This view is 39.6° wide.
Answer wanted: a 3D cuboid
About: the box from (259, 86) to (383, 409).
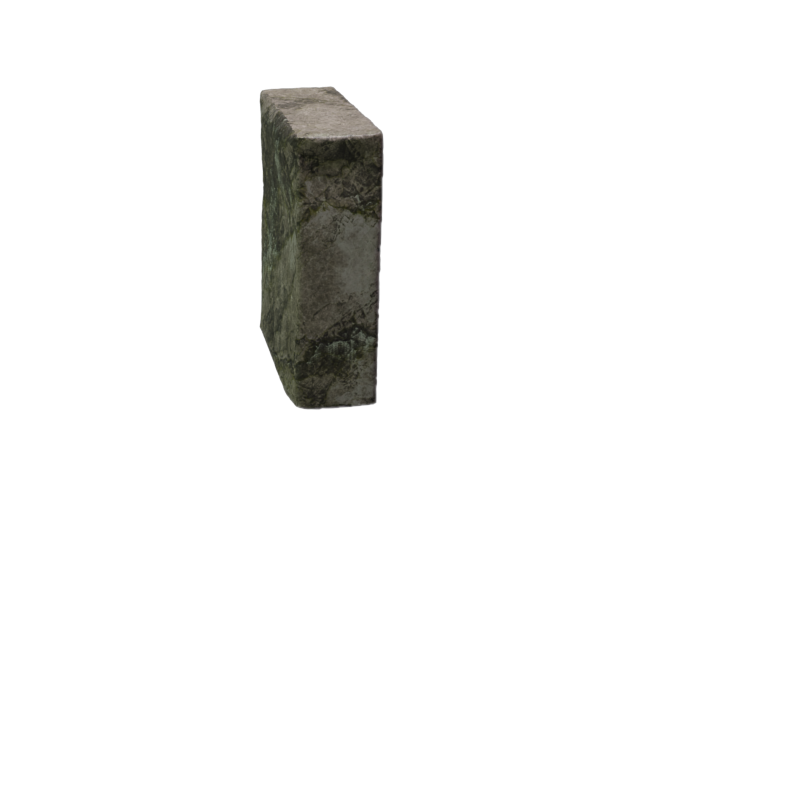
[{"bbox_3d":[-0.068,-0.124,0.868,0.071,0.204,0.175,-4,23,-14],"label":"box"}]
